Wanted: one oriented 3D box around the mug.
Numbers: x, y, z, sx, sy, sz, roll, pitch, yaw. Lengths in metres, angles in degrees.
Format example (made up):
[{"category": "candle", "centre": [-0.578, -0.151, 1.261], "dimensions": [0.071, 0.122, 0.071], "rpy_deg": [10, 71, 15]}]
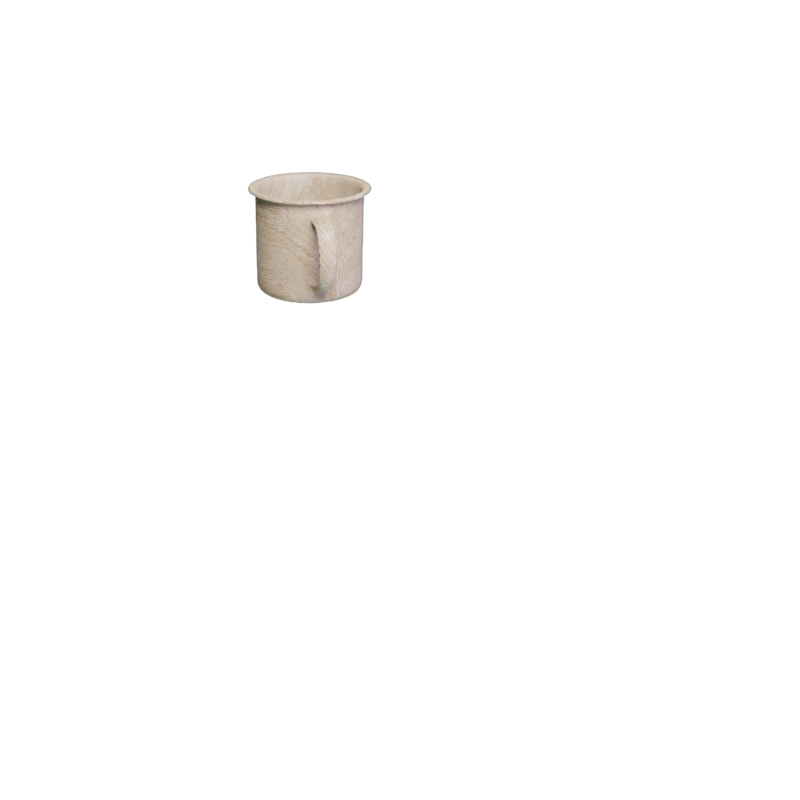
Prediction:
[{"category": "mug", "centre": [-0.065, -0.119, 0.836], "dimensions": [0.092, 0.078, 0.124], "rpy_deg": [-6, 23, -16]}]
